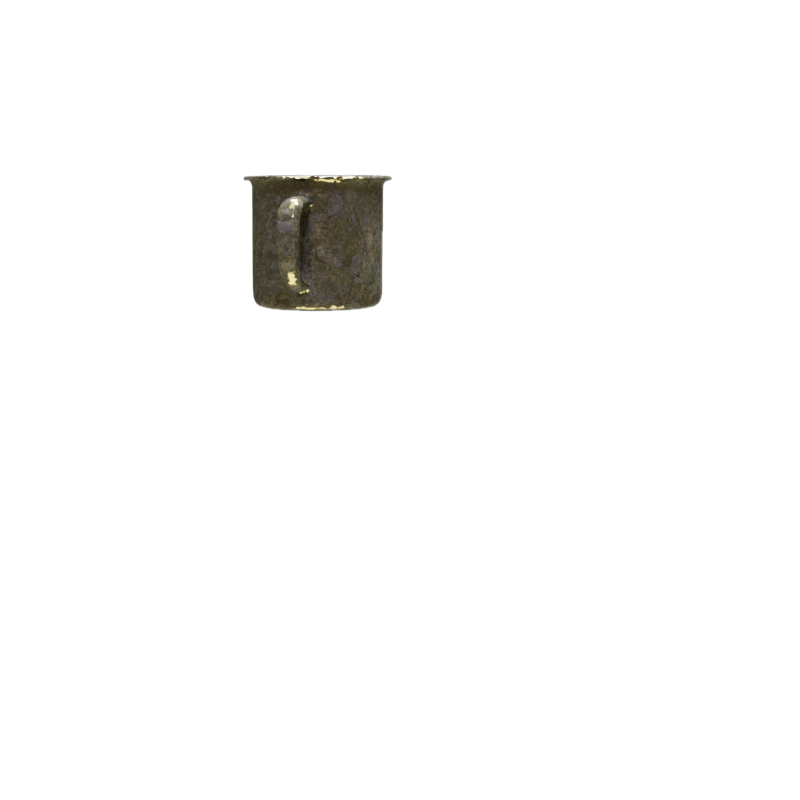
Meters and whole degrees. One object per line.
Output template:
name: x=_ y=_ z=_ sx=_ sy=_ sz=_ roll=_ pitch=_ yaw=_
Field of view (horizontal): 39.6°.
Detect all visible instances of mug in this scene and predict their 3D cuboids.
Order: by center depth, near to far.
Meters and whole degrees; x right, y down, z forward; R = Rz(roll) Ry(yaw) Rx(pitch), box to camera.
mug: x=-0.054 y=-0.098 z=0.685 sx=0.095 sy=0.081 sz=0.117 roll=1 pitch=8 yaw=9
